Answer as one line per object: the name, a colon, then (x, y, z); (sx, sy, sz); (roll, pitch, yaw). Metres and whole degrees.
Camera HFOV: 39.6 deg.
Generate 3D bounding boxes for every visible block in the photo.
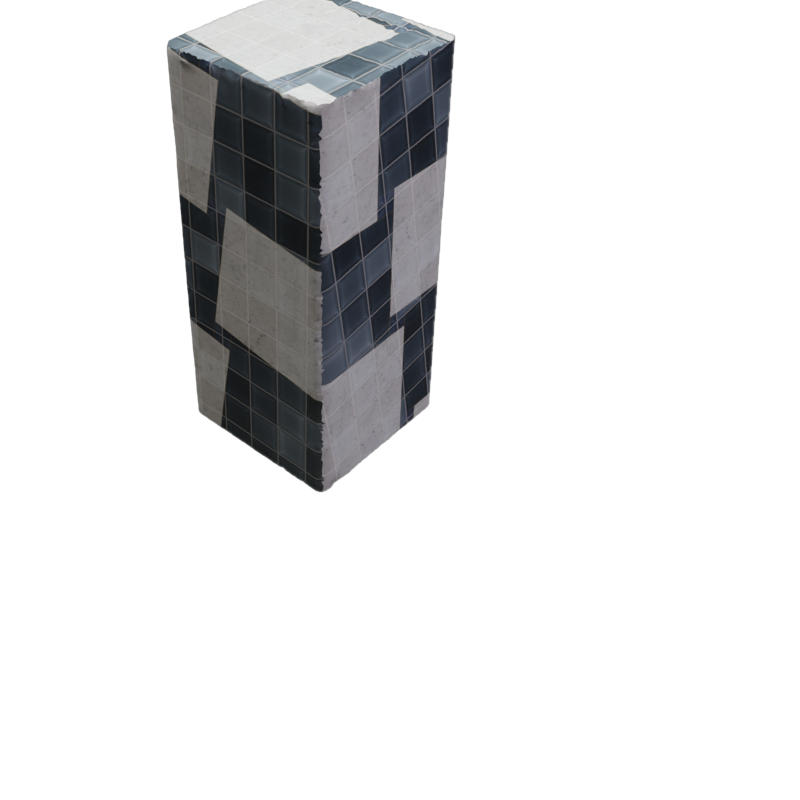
block: (-0.041, -0.074, 0.518); (0.096, 0.193, 0.091); (29, 45, 29)
